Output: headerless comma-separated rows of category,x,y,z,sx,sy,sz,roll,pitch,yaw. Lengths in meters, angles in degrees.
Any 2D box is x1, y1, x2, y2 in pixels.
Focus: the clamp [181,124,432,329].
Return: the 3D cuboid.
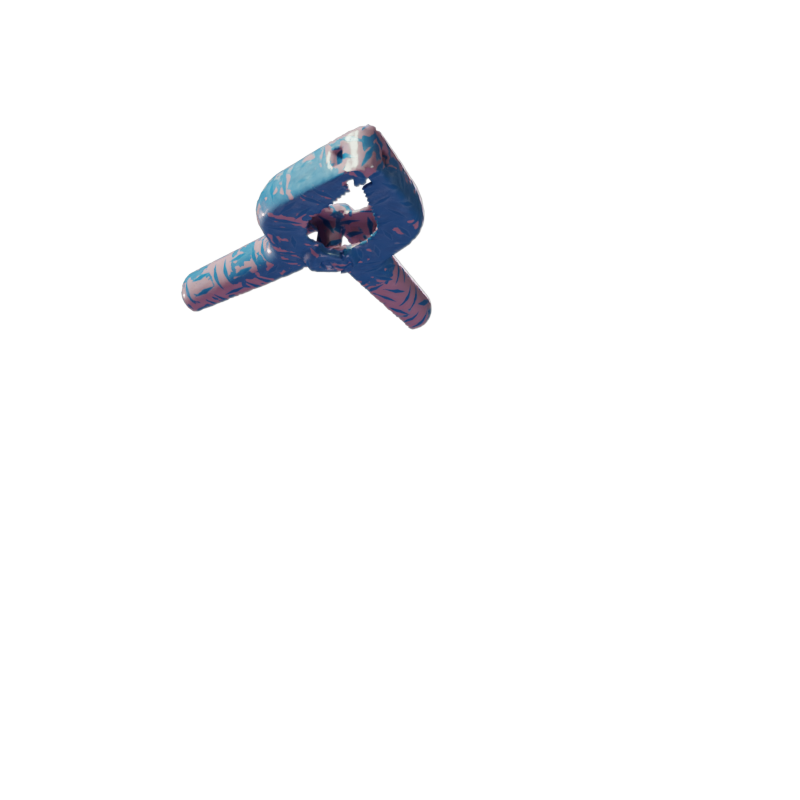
clamp,-0.051,-0.093,0.655,0.164,0.038,0.200,2,-21,-5
